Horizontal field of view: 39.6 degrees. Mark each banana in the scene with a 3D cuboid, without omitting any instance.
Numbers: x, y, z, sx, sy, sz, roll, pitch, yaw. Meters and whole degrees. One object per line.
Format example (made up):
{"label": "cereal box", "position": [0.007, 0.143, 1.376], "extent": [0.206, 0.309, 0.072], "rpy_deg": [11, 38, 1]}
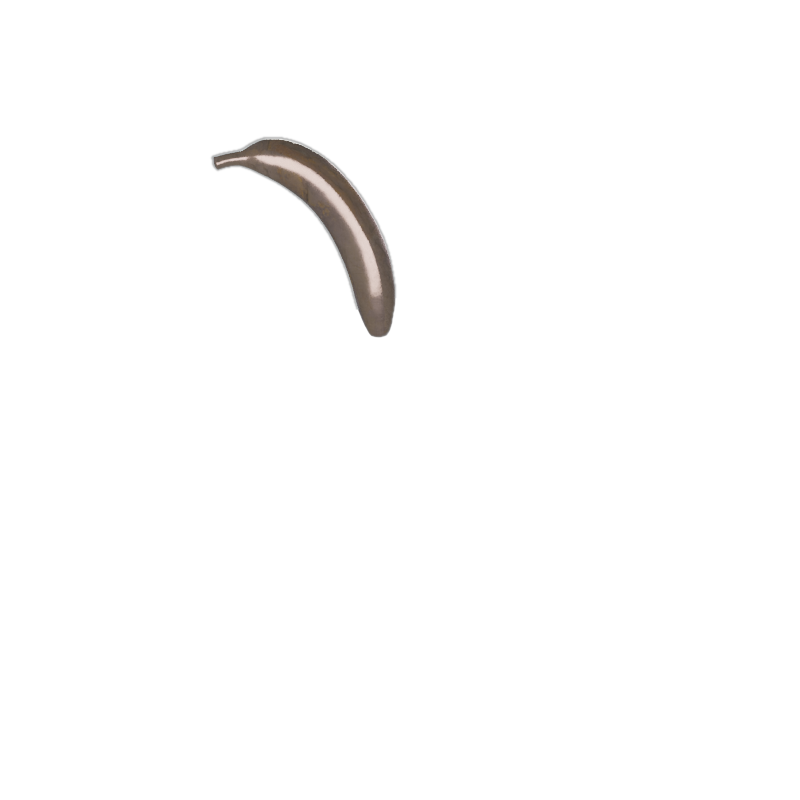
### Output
{"label": "banana", "position": [-0.057, -0.139, 0.870], "extent": [0.069, 0.192, 0.038], "rpy_deg": [-41, 10, 9]}
